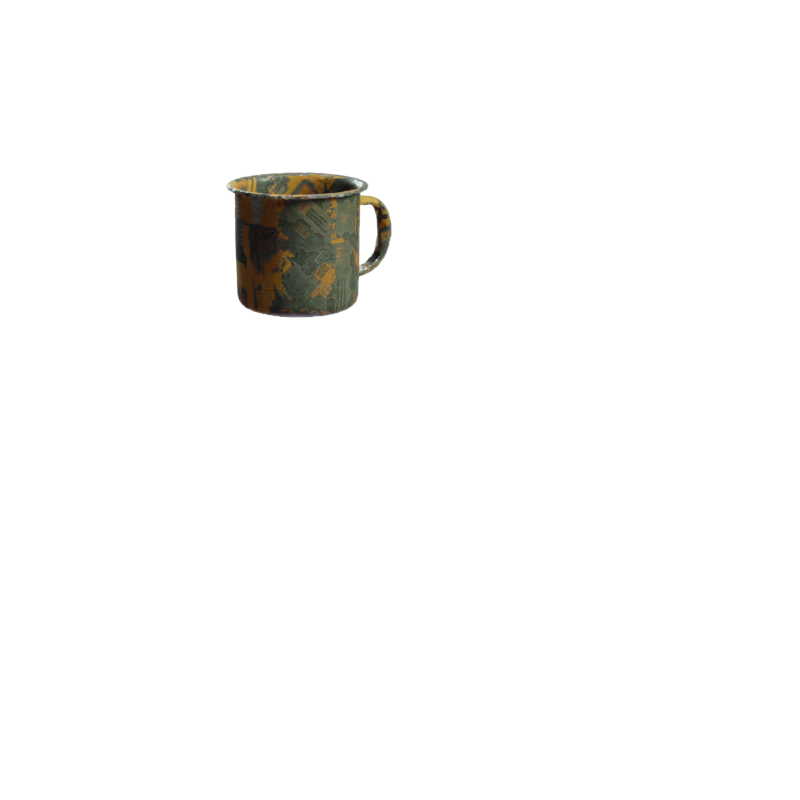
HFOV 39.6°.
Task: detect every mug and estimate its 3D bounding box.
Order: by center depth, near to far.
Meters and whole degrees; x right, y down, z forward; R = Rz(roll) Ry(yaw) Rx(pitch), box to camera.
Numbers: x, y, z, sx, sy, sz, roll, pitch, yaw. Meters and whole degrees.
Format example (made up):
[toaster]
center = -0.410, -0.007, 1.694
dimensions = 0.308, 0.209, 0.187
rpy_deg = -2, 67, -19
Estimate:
[mug]
center = -0.058, -0.106, 0.740
dimensions = 0.114, 0.079, 0.099
rpy_deg = -11, 20, -31
